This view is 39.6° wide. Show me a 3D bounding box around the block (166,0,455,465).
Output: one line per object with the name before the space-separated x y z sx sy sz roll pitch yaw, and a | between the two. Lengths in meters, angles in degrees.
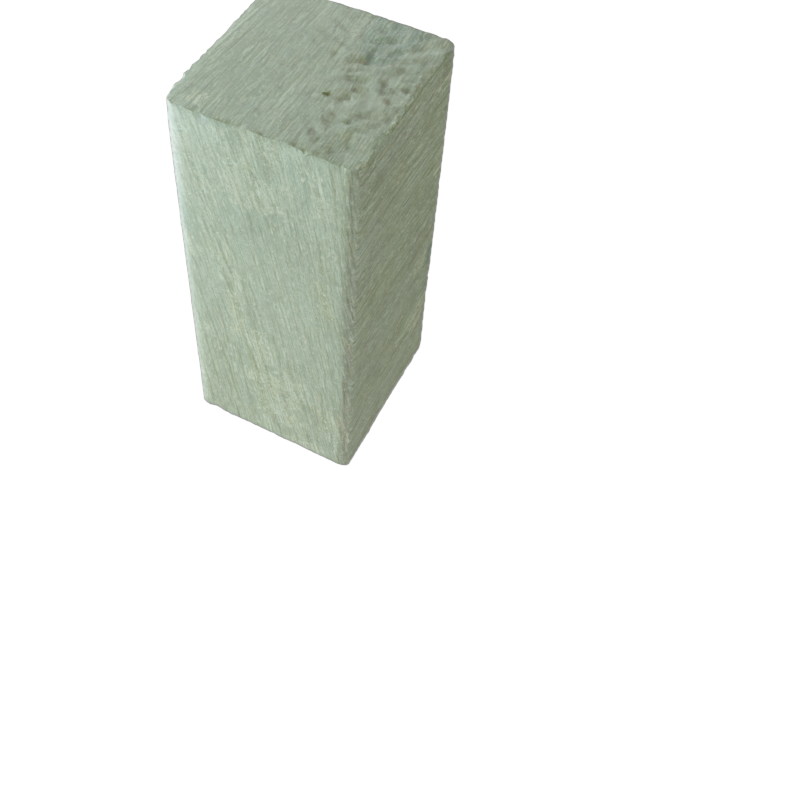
block | -0.041 -0.074 0.519 0.093 0.094 0.192 23 -35 14
